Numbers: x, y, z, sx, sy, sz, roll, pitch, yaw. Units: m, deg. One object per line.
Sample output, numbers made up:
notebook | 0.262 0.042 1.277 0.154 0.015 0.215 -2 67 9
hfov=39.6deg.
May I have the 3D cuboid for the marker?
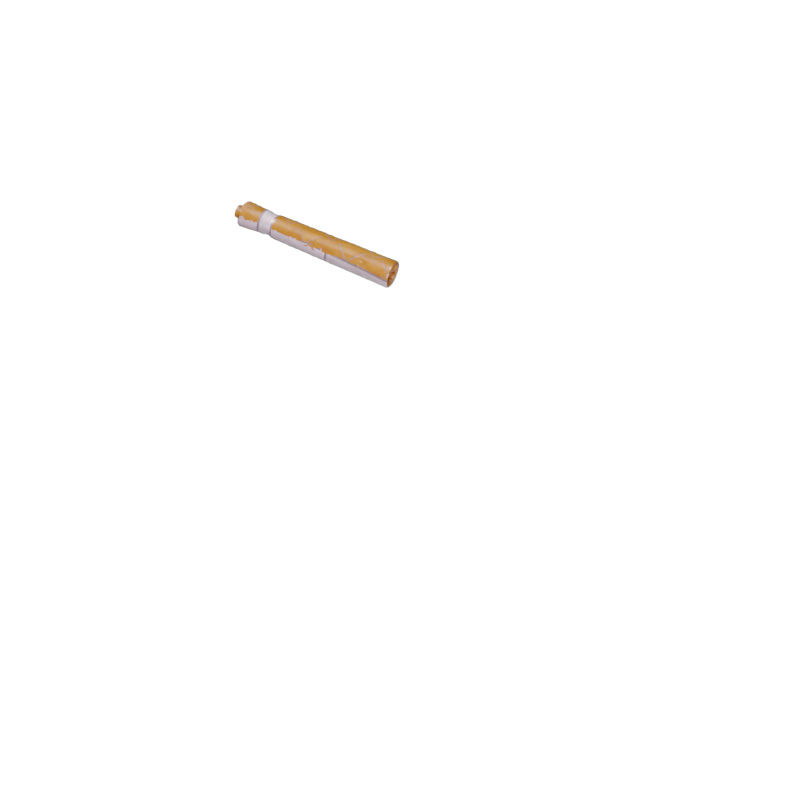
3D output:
marker | -0.058 -0.107 0.746 0.126 0.019 0.019 25 12 20
